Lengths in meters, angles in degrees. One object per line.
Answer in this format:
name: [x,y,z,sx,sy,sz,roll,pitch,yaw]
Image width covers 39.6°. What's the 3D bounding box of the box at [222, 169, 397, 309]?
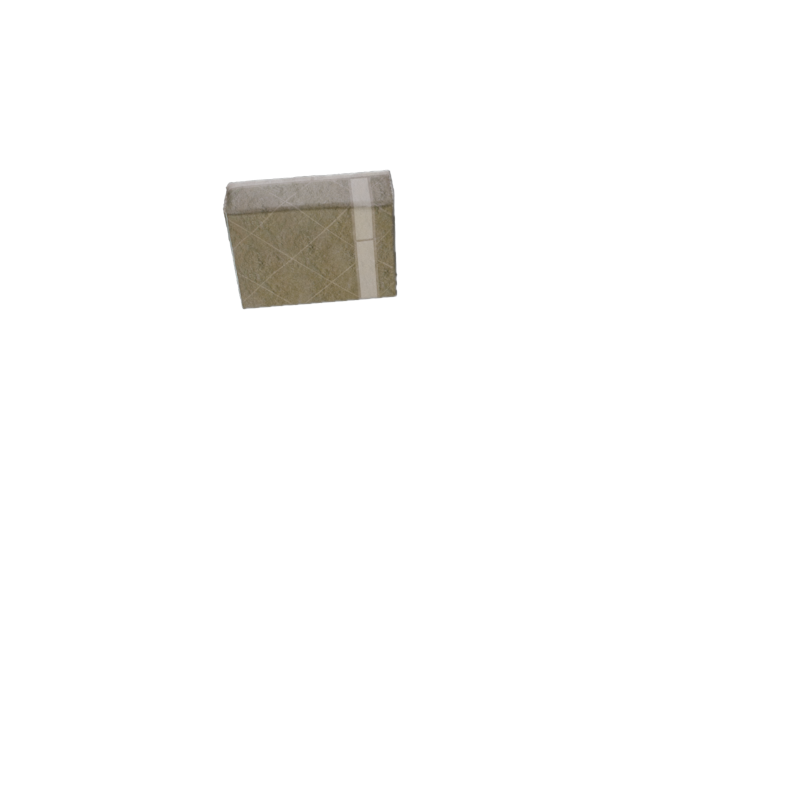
box: [-0.059,-0.108,0.759,0.114,0.042,0.083,-2,-43,2]
